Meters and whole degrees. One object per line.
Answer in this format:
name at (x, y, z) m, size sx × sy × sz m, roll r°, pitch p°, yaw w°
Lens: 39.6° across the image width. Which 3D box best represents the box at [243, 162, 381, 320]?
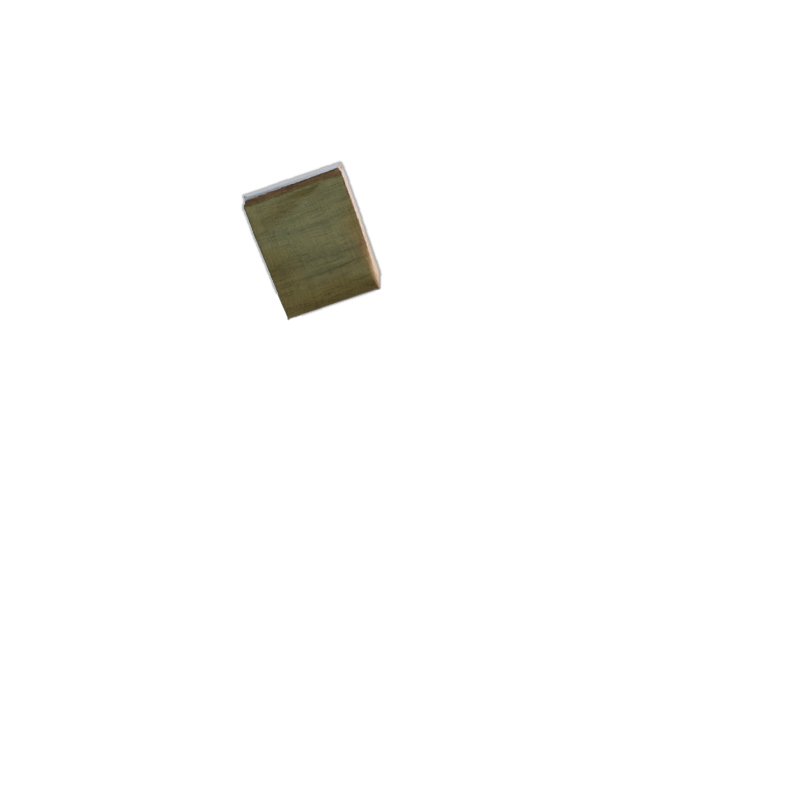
box at (-0.074, -0.135, 0.945) m, size 0.090 × 0.108 × 0.041 m, roll -18°, pitch 18°, yaw 5°
